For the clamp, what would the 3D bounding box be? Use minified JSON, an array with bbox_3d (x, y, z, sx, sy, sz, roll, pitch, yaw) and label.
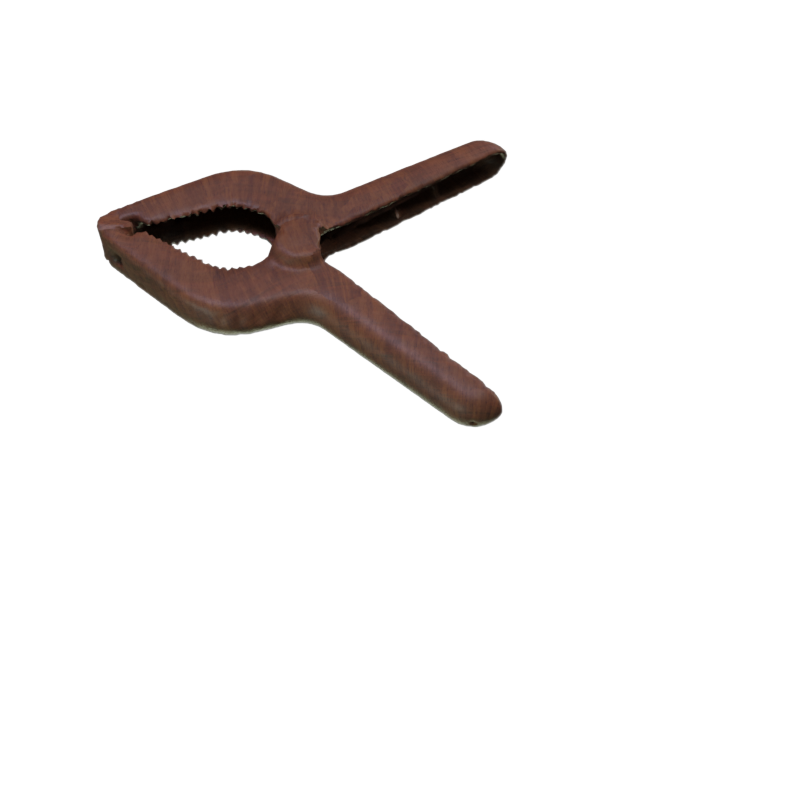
[{"bbox_3d":[-0.044,-0.079,0.557,0.213,0.174,0.034,11,-34,7],"label":"clamp"}]
